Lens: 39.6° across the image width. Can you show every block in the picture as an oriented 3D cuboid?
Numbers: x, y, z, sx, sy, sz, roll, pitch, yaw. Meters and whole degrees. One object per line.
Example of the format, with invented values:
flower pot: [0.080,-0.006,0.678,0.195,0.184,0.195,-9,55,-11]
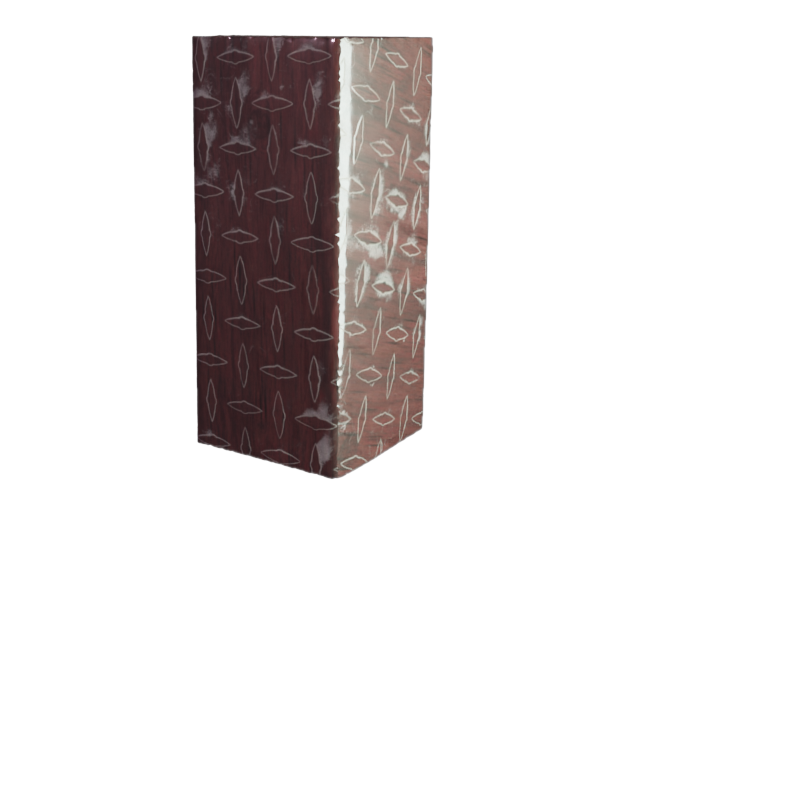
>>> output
block: [-0.044,-0.080,0.563,0.095,0.201,0.089,8,14,31]
